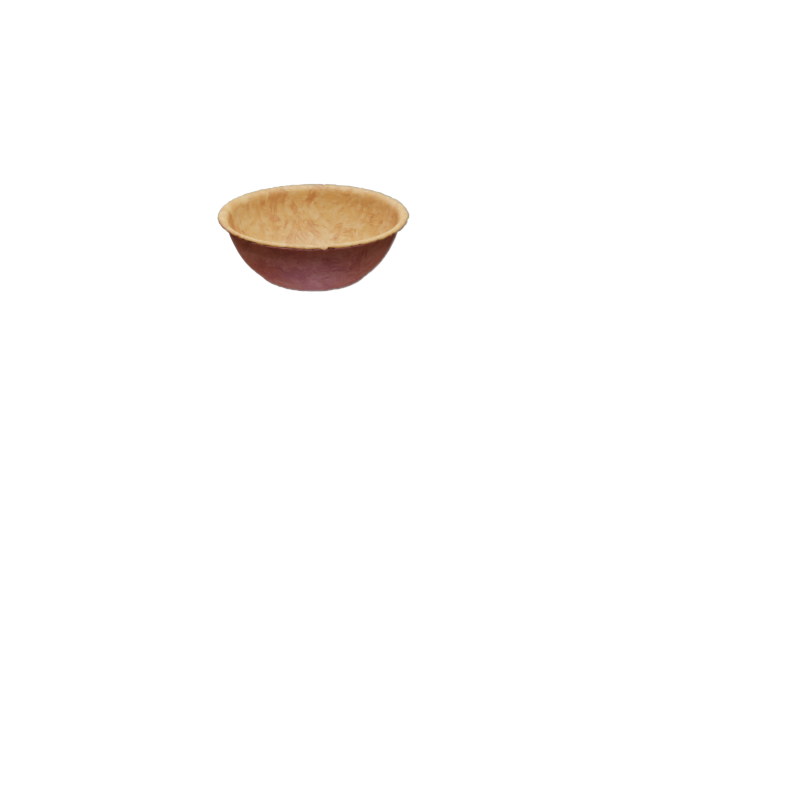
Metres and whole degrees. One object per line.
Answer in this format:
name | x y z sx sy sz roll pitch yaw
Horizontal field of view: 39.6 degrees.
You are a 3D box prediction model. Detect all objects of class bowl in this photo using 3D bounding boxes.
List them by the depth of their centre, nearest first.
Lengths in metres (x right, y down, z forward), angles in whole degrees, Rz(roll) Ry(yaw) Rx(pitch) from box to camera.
bowl | -0.074 -0.135 0.945 0.162 0.052 0.171 -1 27 -2
